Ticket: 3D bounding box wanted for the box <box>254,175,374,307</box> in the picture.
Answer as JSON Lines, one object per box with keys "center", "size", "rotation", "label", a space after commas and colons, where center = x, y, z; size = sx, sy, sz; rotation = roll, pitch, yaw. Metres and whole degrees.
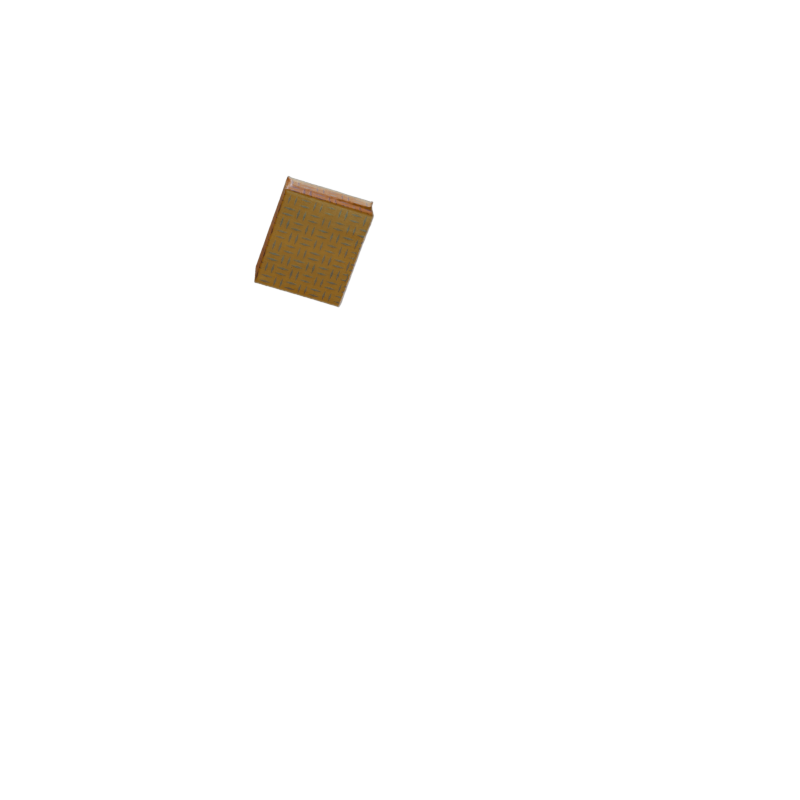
{"center": [-0.069, -0.126, 0.881], "size": [0.072, 0.086, 0.032], "rotation": [17, 26, -9], "label": "box"}
